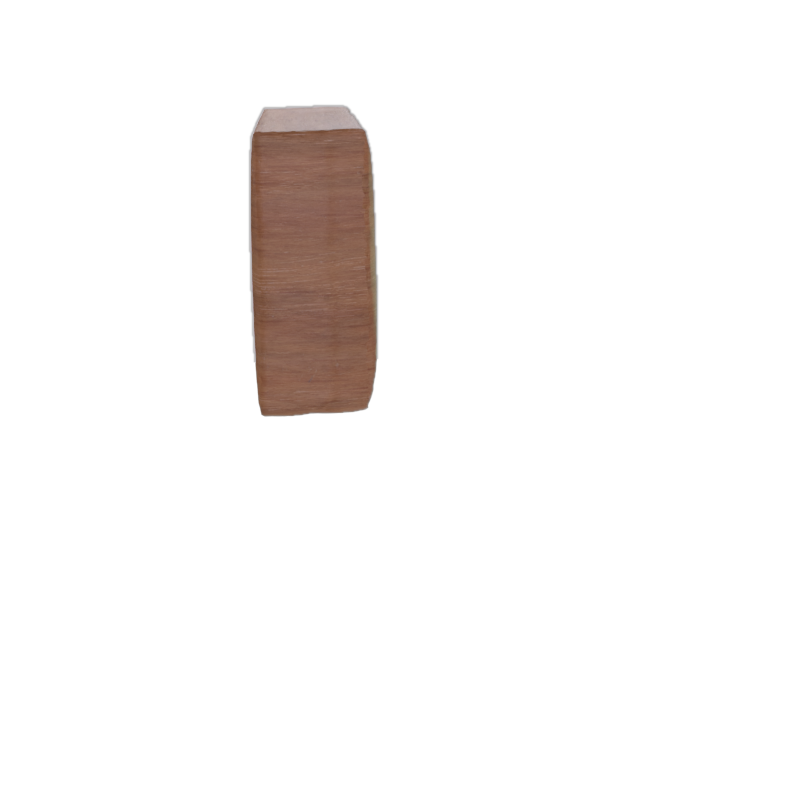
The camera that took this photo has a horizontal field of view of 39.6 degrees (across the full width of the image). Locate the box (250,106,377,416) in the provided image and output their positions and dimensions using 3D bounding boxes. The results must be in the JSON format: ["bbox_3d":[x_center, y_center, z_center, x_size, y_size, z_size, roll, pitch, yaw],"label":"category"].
[{"bbox_3d":[-0.056,-0.102,0.715,0.072,0.159,0.221,-2,15,-4],"label":"box"}]
